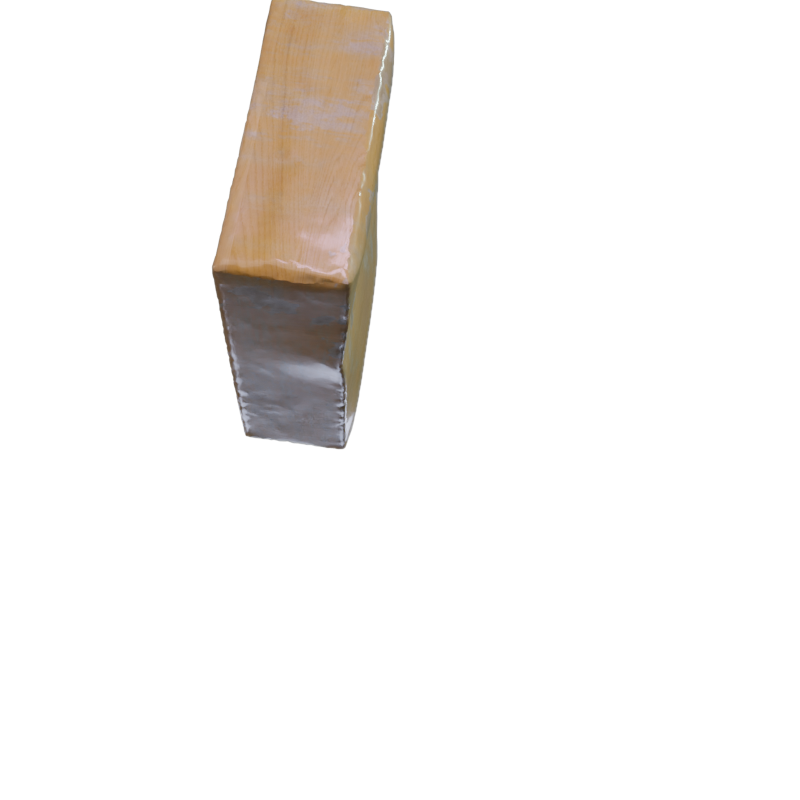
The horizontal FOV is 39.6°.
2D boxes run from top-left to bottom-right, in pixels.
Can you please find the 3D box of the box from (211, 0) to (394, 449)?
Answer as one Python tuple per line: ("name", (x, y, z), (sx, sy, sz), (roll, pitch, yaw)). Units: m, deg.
("box", (-0.048, -0.088, 0.614), (0.072, 0.173, 0.202), (7, -26, -1))
